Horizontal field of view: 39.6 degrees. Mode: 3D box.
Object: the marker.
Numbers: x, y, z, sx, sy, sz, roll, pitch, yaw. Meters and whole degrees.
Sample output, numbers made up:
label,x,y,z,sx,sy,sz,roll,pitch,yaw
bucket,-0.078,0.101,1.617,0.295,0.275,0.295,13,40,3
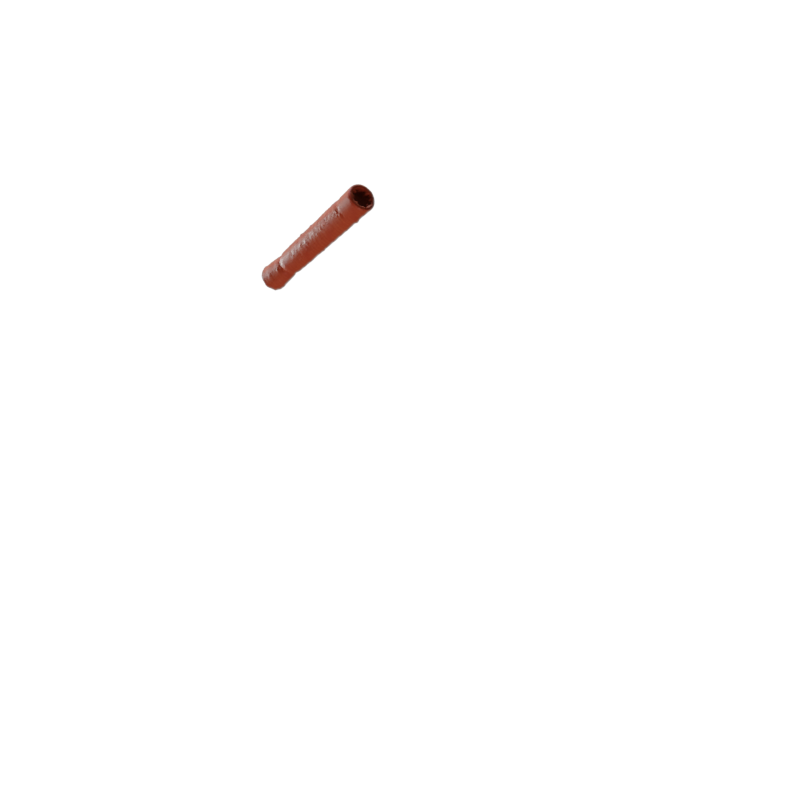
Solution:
label,x,y,z,sx,sy,sz,roll,pitch,yaw
marker,-0.056,-0.103,0.719,0.019,0.021,0.119,-2,-20,-37
